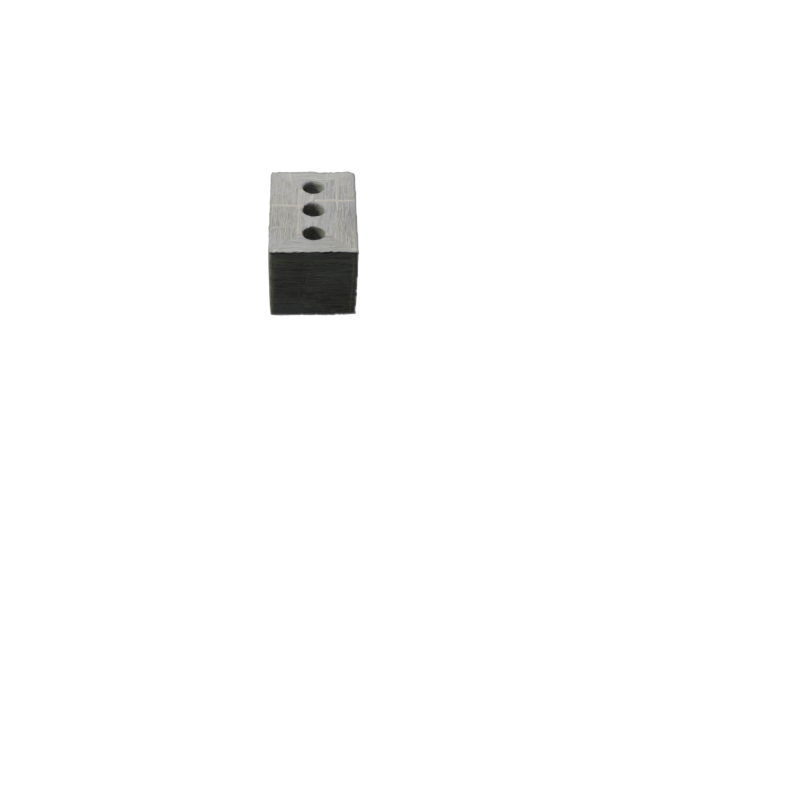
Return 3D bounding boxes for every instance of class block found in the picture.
[{"bbox_3d":[-0.052,-0.095,0.663,0.052,0.048,0.084,-1,44,-3],"label":"block"}]
